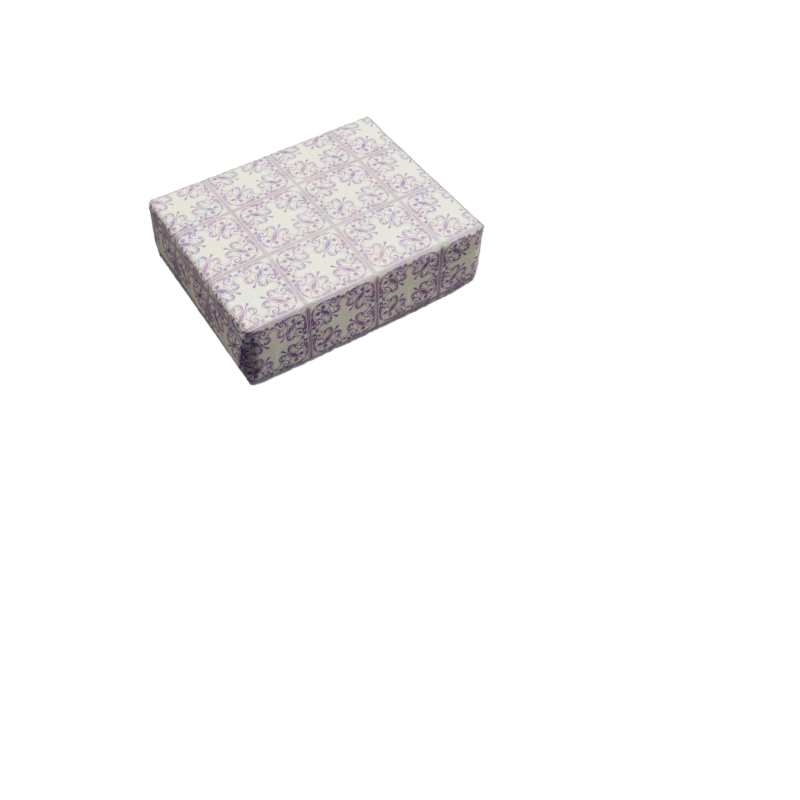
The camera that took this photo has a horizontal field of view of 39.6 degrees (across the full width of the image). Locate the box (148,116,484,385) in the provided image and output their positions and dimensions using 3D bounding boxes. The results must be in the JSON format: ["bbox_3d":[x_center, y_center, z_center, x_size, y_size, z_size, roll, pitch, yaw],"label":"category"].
[{"bbox_3d":[-0.037,-0.067,0.467,0.113,0.036,0.097,-24,52,-22],"label":"box"}]
